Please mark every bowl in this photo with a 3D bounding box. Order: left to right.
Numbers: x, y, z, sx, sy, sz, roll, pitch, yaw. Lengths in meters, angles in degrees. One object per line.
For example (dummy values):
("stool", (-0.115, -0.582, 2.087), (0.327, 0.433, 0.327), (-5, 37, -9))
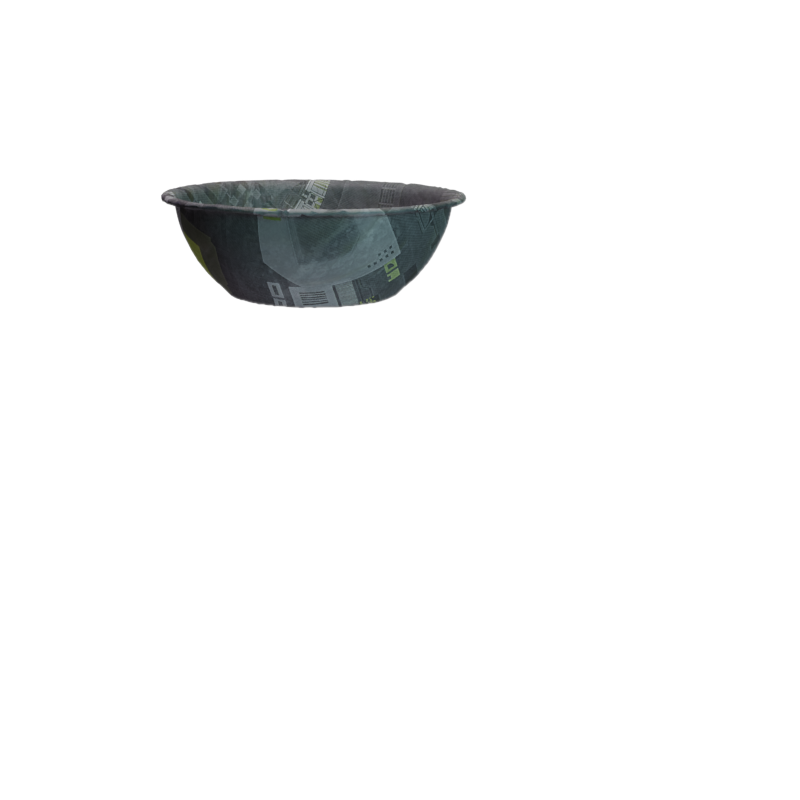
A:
("bowl", (-0.046, -0.085, 0.593), (0.162, 0.054, 0.167), (0, 15, -2))
